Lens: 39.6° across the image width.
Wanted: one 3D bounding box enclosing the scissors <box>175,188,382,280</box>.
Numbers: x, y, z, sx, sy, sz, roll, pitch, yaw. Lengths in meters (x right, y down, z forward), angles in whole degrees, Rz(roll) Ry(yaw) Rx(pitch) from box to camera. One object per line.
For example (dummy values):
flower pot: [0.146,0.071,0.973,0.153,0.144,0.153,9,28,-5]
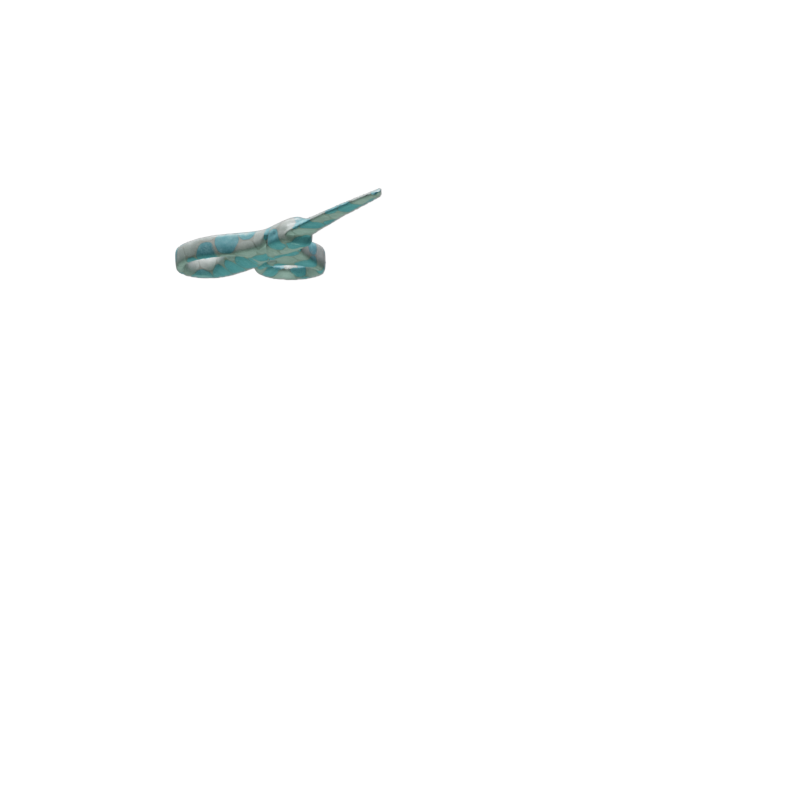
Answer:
scissors: [-0.047,-0.086,0.600,0.092,0.016,0.207,4,-5,-42]
